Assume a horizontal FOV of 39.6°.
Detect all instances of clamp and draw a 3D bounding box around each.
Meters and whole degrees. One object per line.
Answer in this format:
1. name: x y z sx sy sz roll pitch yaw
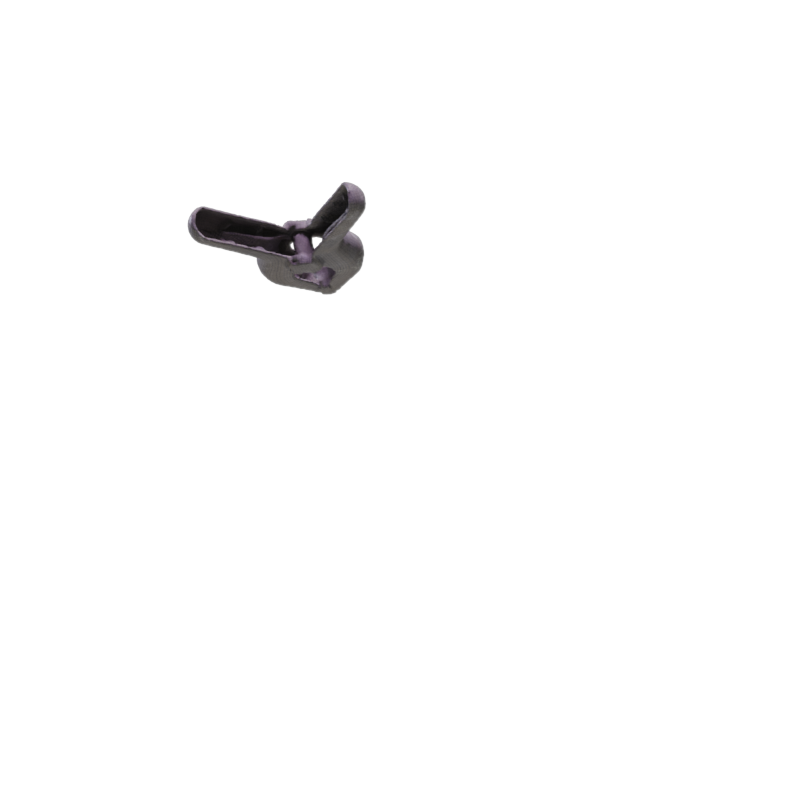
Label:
1. clamp: -0.062 -0.113 0.792 0.123 0.040 0.163 -3 -9 20
